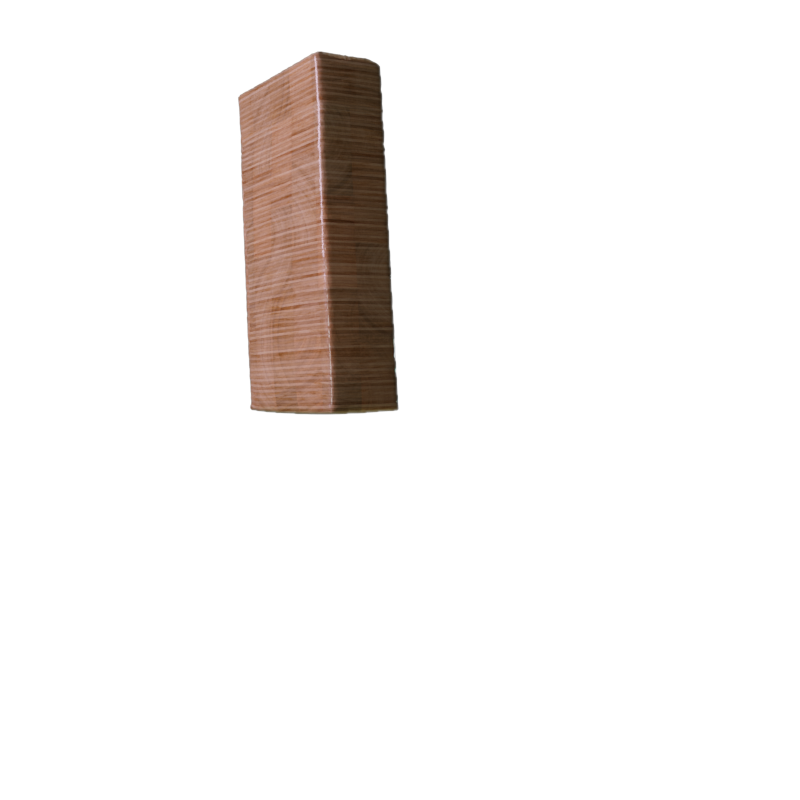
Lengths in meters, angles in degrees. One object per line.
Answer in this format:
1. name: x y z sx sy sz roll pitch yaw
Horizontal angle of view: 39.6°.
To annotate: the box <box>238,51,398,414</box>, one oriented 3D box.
1. box: -0.045 -0.082 0.575 0.046 0.179 0.095 4 -8 -32
